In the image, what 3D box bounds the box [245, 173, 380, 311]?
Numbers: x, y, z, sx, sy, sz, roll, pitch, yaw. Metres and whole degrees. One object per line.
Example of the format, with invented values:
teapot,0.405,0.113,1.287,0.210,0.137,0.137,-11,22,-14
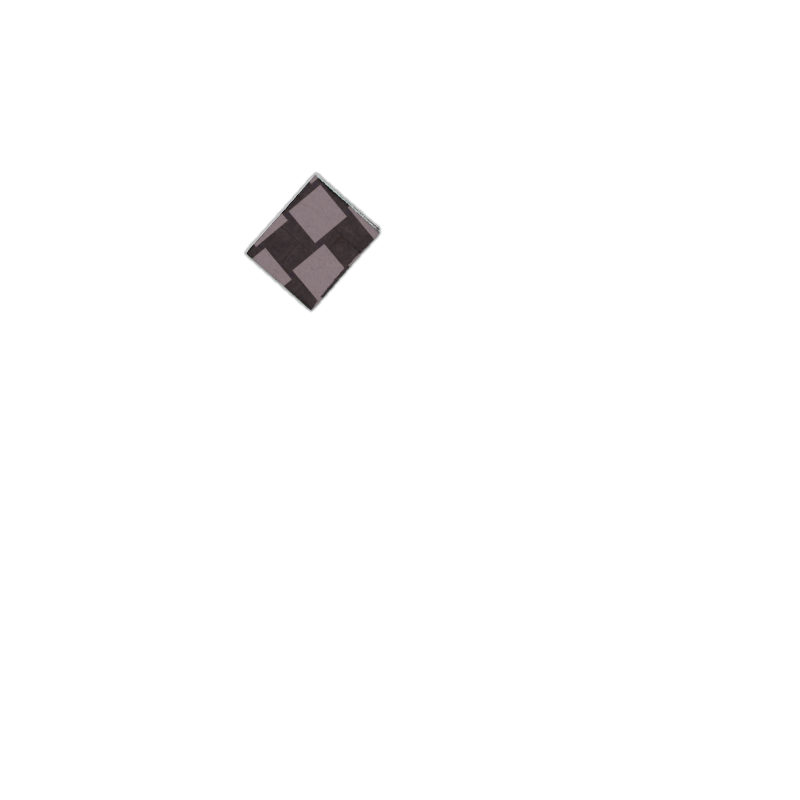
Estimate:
box,-0.071,-0.130,0.912,0.073,0.089,0.030,41,3,-4
